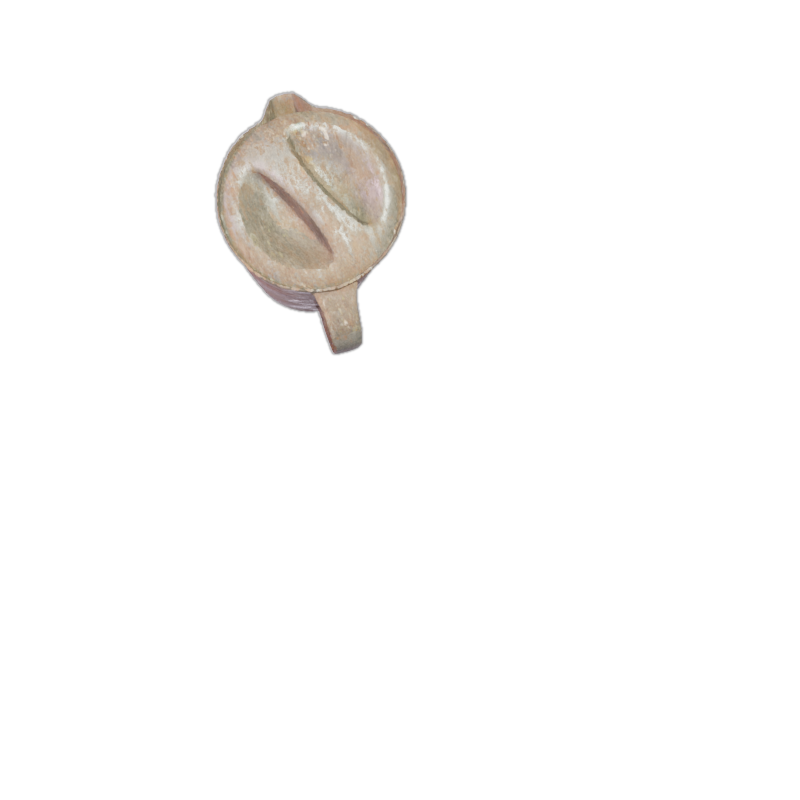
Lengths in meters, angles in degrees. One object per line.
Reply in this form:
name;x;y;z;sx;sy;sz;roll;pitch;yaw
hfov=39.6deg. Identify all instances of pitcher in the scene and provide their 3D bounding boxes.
pitcher;-0.069;-0.126;0.880;0.146;0.151;0.239;28;-6;-1
